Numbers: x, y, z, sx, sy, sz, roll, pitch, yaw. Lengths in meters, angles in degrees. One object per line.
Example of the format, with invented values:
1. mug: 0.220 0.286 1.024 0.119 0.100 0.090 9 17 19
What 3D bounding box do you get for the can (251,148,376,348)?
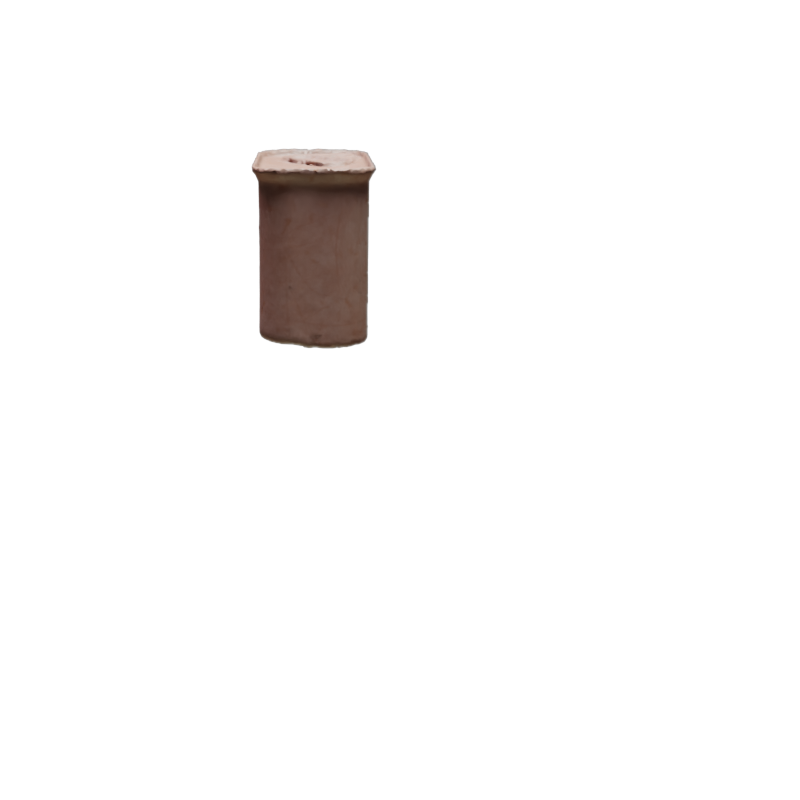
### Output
1. can: -0.043 -0.078 0.548 0.057 0.081 0.105 0 15 -4
